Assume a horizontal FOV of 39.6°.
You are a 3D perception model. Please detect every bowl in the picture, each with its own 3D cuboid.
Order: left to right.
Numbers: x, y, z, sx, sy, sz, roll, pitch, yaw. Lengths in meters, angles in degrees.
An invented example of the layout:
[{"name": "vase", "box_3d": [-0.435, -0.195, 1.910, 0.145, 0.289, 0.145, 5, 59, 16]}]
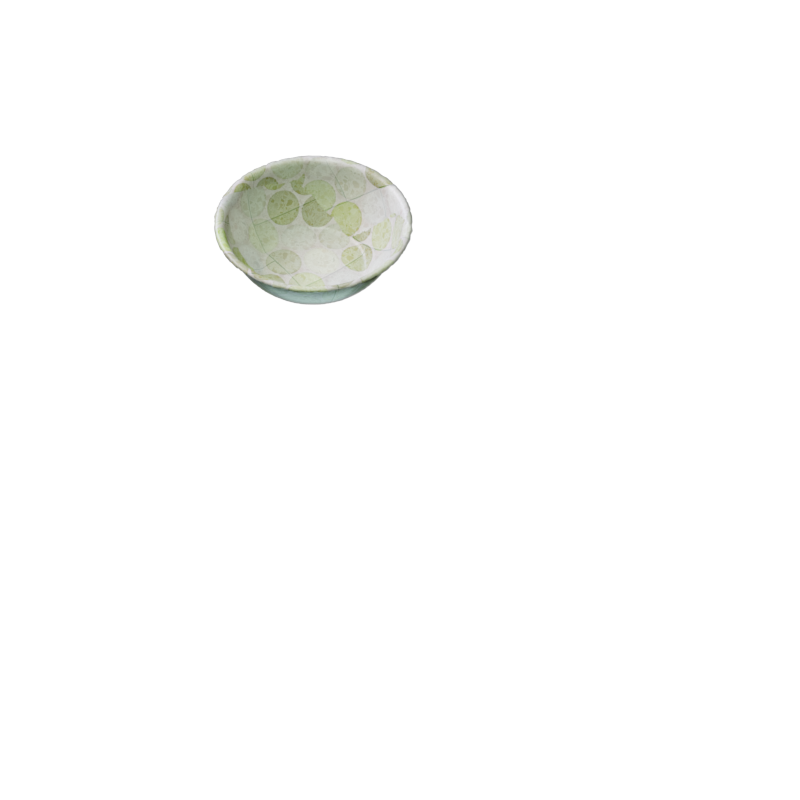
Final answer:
[{"name": "bowl", "box_3d": [-0.072, -0.131, 0.921, 0.162, 0.174, 0.051, -1, -42, -1]}]
